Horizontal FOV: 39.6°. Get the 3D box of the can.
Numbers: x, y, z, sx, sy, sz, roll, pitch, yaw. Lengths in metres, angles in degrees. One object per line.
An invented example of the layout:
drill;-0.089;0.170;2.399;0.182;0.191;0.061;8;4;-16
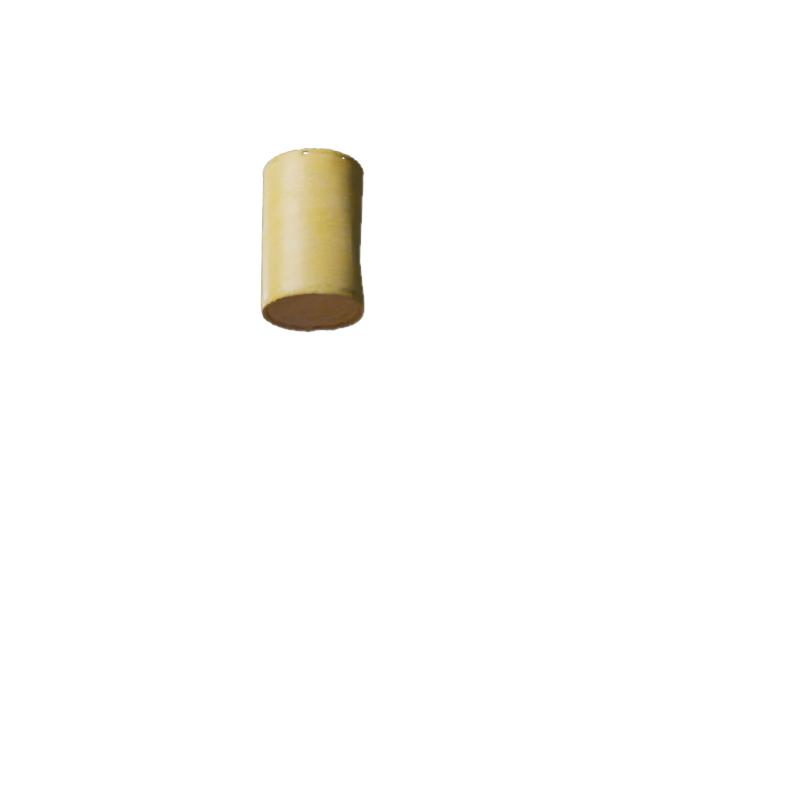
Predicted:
can;-0.056;-0.103;0.721;0.068;0.108;0.065;0;-23;-2
